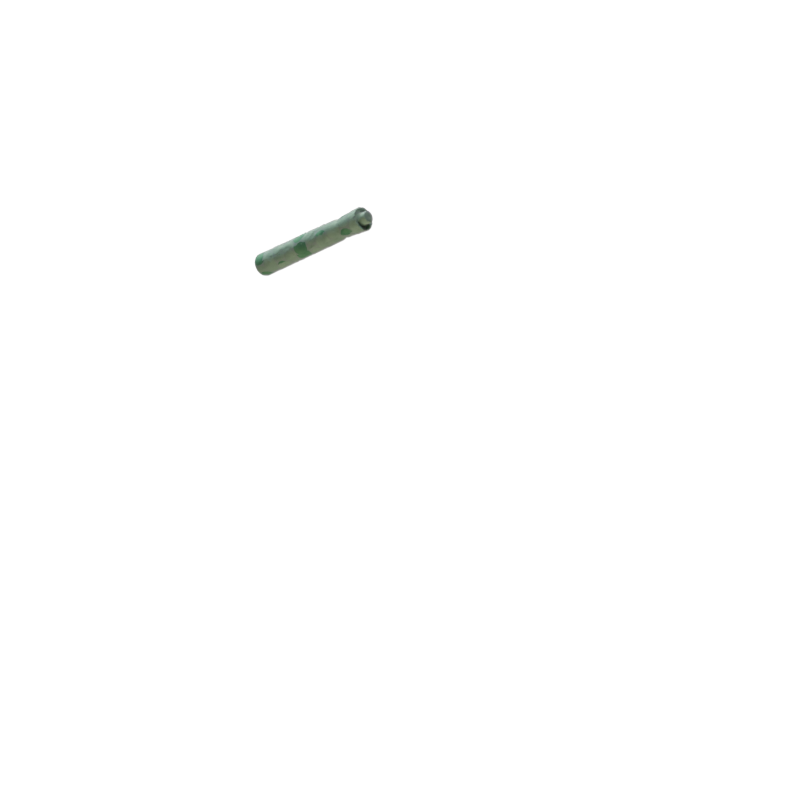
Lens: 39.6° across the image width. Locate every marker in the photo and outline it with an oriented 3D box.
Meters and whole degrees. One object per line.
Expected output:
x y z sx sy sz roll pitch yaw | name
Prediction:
-0.067 -0.121 0.851 0.122 0.020 0.019 -17 -9 42 | marker
